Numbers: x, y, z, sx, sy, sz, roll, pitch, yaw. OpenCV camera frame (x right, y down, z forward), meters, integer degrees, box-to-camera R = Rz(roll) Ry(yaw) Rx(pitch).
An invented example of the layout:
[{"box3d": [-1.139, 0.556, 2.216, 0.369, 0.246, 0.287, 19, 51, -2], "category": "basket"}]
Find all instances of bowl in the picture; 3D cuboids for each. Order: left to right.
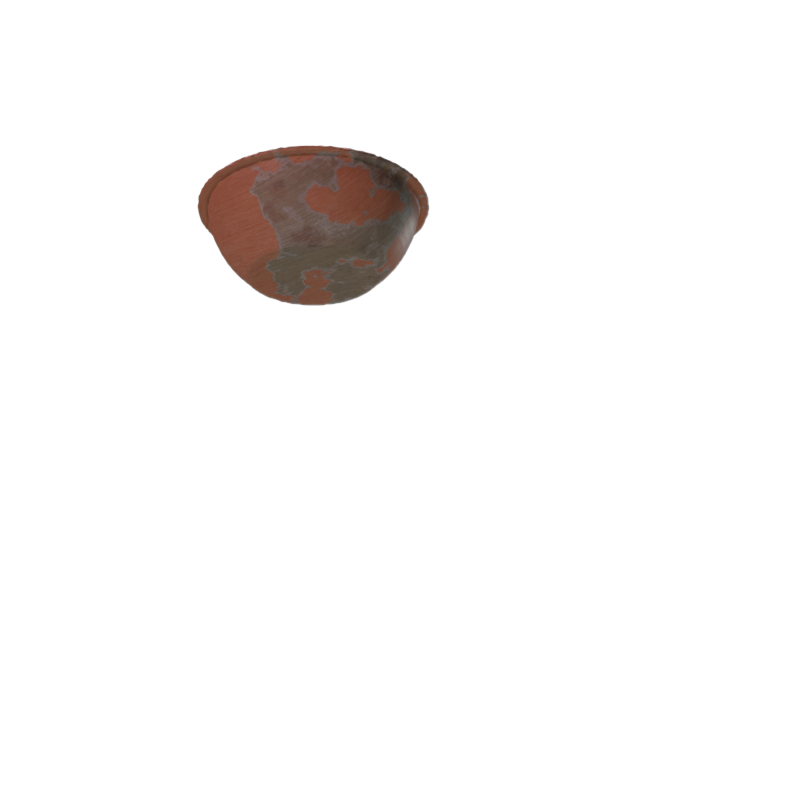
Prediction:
[{"box3d": [-0.060, -0.109, 0.763, 0.162, 0.058, 0.153, 1, -24, -2], "category": "bowl"}]
